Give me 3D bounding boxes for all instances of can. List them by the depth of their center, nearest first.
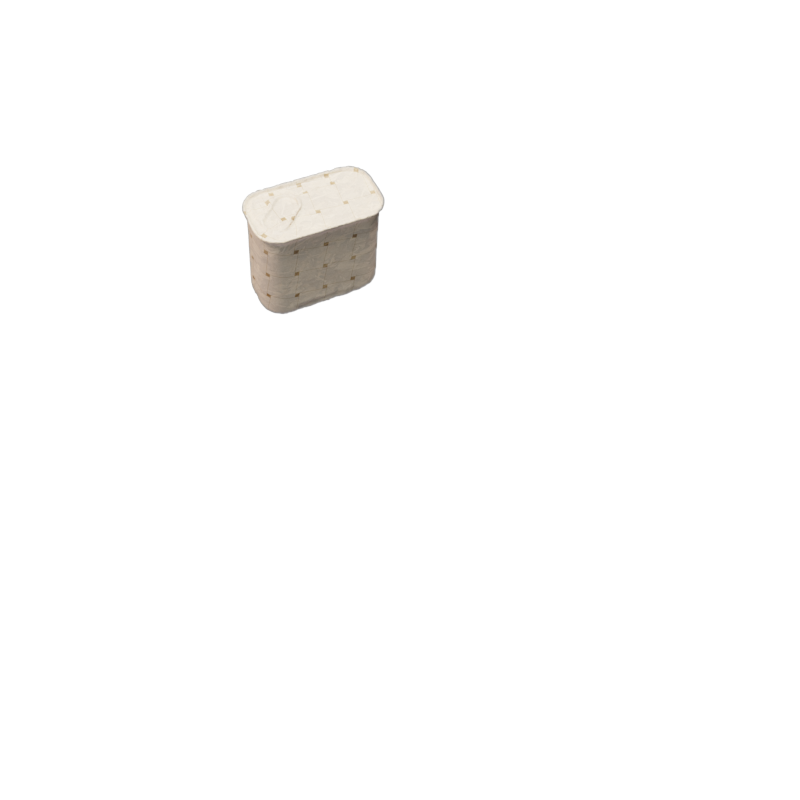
[{"bbox_3d":[-0.066,-0.120,0.841,0.101,0.062,0.078,-19,-37,-16],"label":"can"}]
